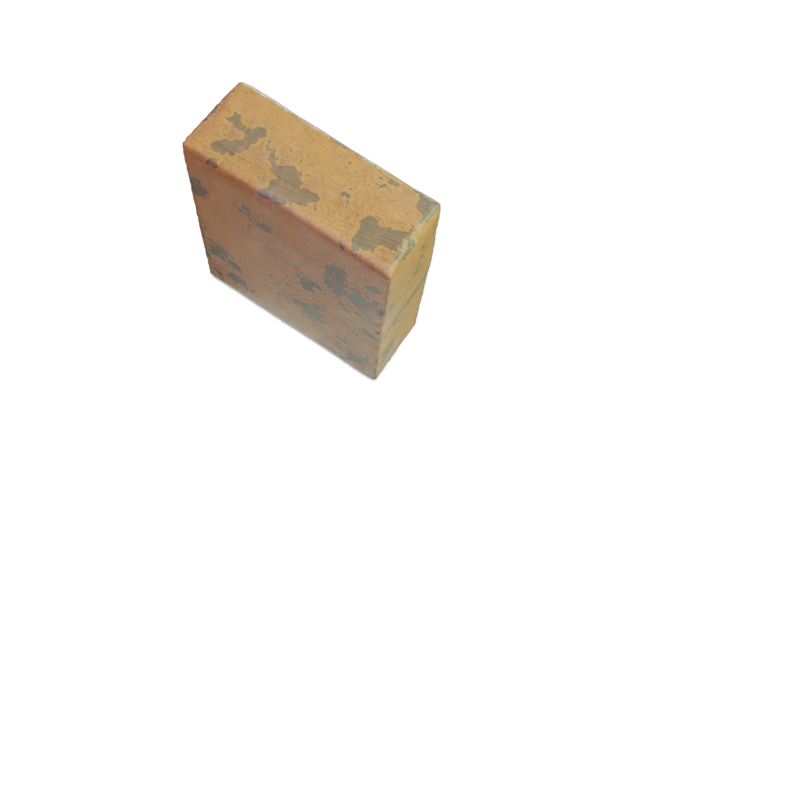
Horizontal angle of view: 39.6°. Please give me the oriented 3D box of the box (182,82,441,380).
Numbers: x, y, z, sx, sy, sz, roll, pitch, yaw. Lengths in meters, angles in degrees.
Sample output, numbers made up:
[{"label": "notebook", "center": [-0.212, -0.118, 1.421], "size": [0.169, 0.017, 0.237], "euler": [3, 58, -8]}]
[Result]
[{"label": "box", "center": [-0.063, -0.114, 0.798], "size": [0.169, 0.073, 0.204], "euler": [34, -18, 10]}]
